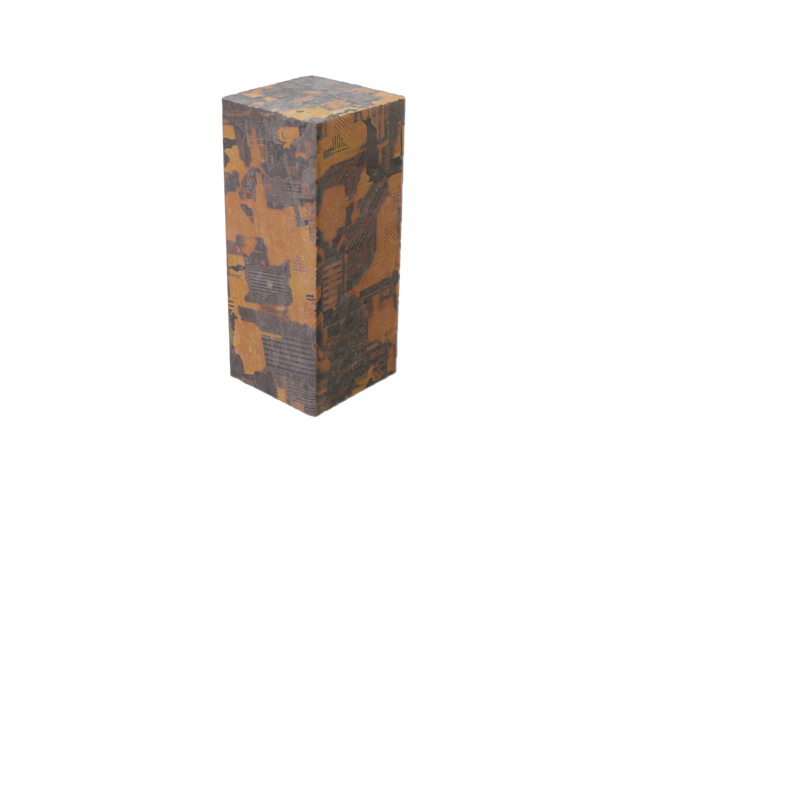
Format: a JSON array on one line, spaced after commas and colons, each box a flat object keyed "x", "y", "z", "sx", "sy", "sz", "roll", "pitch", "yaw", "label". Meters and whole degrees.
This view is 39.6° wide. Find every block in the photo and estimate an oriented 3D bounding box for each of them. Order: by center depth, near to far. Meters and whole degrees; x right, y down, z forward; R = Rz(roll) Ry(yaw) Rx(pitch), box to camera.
[{"x": -0.060, "y": -0.110, "z": 0.766, "sx": 0.096, "sy": 0.196, "sz": 0.090, "roll": 21, "pitch": 31, "yaw": 36, "label": "block"}]
